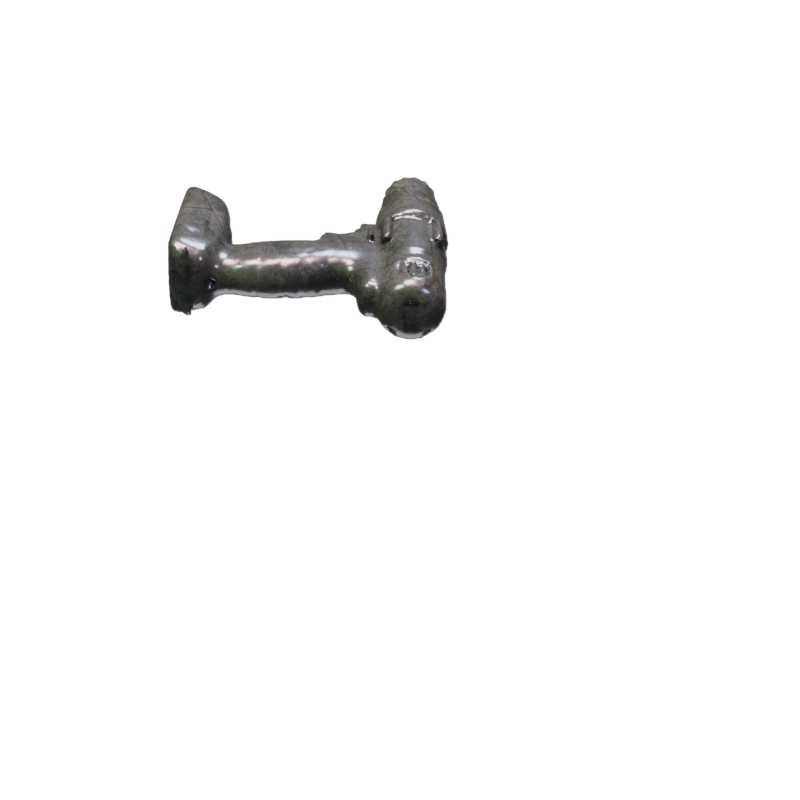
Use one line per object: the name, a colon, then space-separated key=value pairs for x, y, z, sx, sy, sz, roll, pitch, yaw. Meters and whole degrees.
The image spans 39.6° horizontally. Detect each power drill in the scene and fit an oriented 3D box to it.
power drill: x=-0.060 y=-0.110 z=0.772 sx=0.188 sy=0.054 sz=0.195 roll=1 pitch=32 yaw=1
